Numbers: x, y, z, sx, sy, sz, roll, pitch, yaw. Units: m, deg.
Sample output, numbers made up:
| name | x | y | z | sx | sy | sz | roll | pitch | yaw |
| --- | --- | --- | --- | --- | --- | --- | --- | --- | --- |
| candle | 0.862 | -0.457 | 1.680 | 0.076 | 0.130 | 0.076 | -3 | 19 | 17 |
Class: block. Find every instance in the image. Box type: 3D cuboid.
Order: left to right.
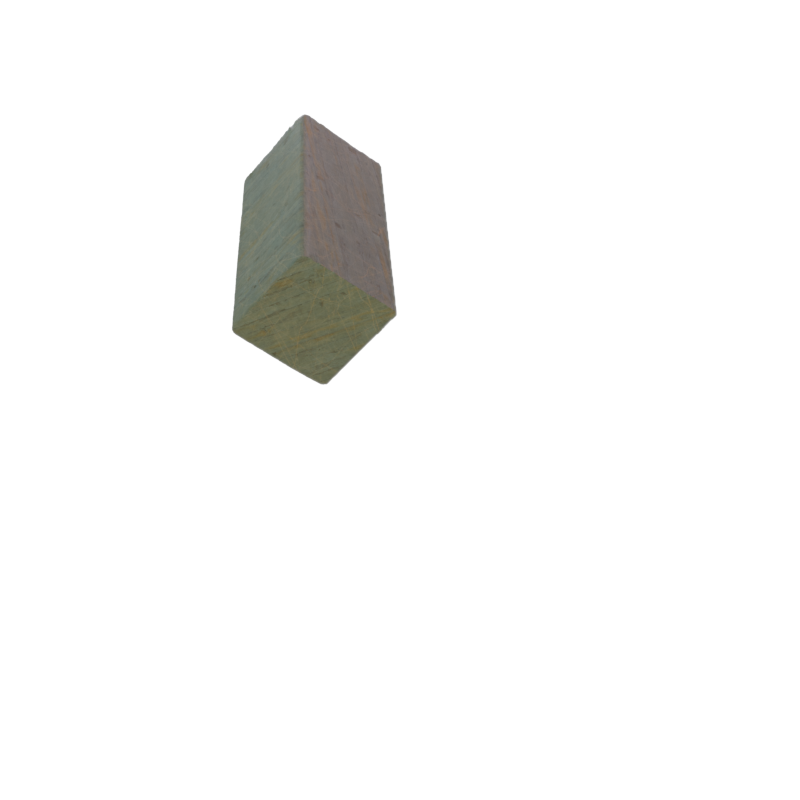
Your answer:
| name | x | y | z | sx | sy | sz | roll | pitch | yaw |
| --- | --- | --- | --- | --- | --- | --- | --- | --- | --- |
| block | -0.070 | -0.127 | 0.885 | 0.086 | 0.221 | 0.089 | 31 | -58 | -26 |
